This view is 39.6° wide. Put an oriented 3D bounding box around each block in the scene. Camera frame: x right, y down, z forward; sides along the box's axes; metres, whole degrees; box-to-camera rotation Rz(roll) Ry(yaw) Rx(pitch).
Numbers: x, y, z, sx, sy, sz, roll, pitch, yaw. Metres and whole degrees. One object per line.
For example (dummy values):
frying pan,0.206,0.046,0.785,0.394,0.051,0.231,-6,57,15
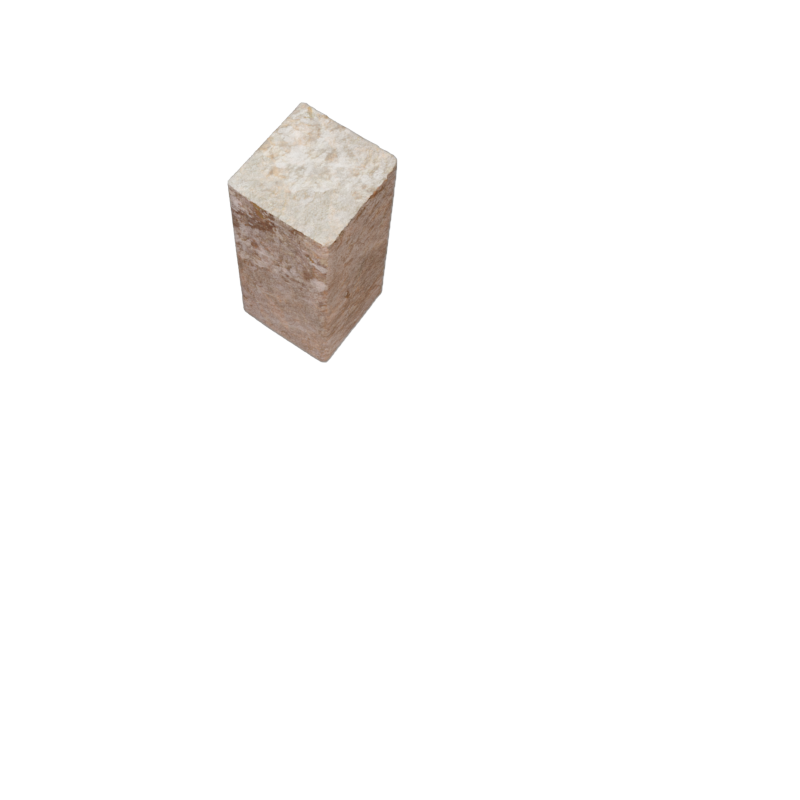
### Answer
block,-0.067,-0.123,0.865,0.093,0.093,0.195,34,-21,11
